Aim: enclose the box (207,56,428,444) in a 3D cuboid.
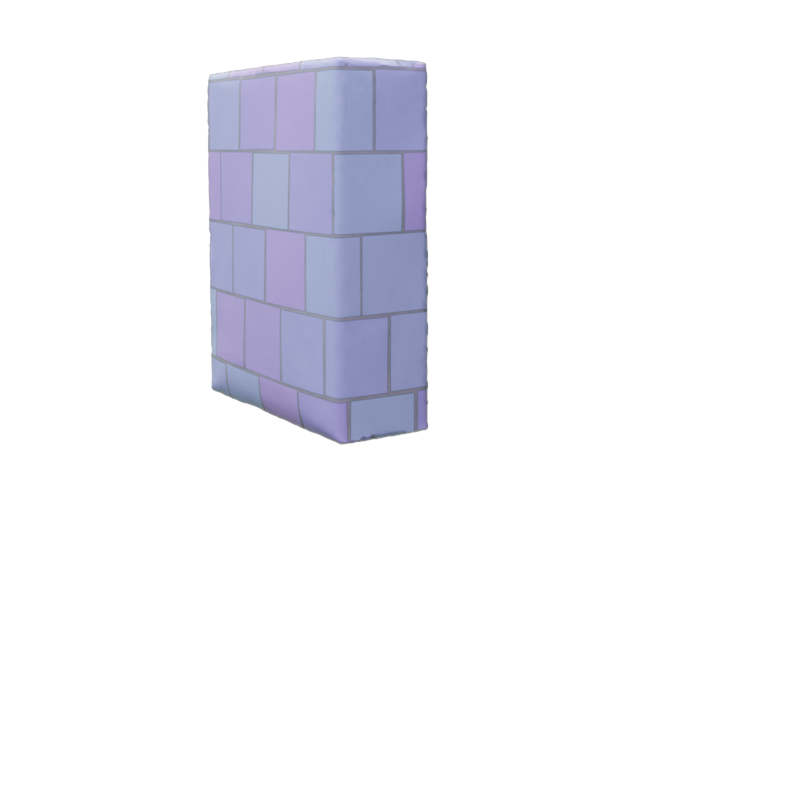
[{"bbox_3d":[-0.054,-0.098,0.685,0.069,0.211,0.172,-3,9,-34],"label":"box"}]
